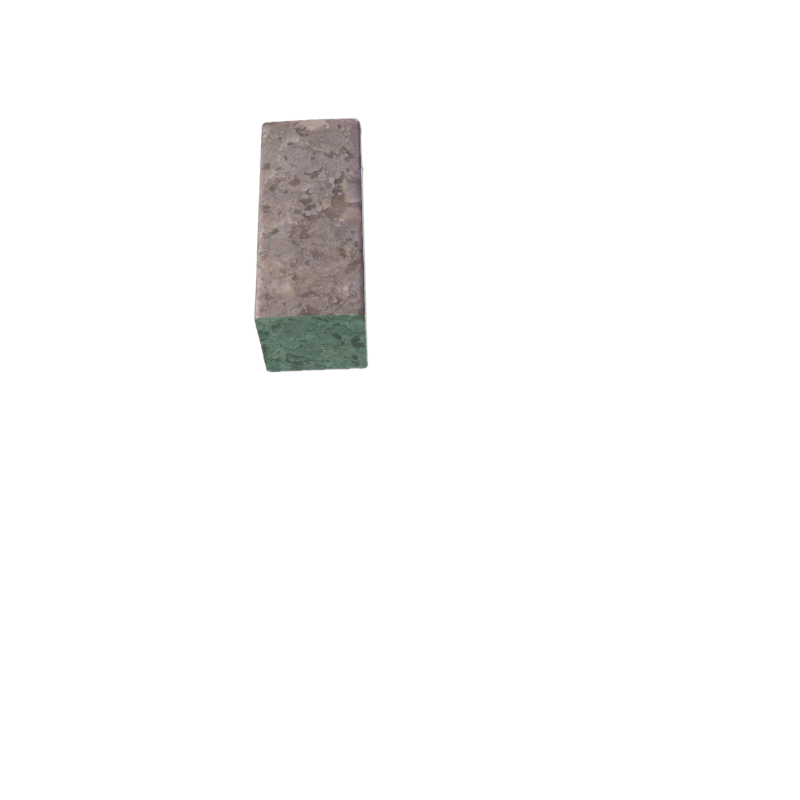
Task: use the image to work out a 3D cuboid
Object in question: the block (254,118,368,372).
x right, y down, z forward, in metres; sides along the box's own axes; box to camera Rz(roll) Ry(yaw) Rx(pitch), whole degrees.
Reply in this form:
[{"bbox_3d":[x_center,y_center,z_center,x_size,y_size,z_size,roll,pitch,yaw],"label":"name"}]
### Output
[{"bbox_3d":[-0.075,-0.138,0.968,0.090,0.220,0.085,-3,-32,1],"label":"block"}]
